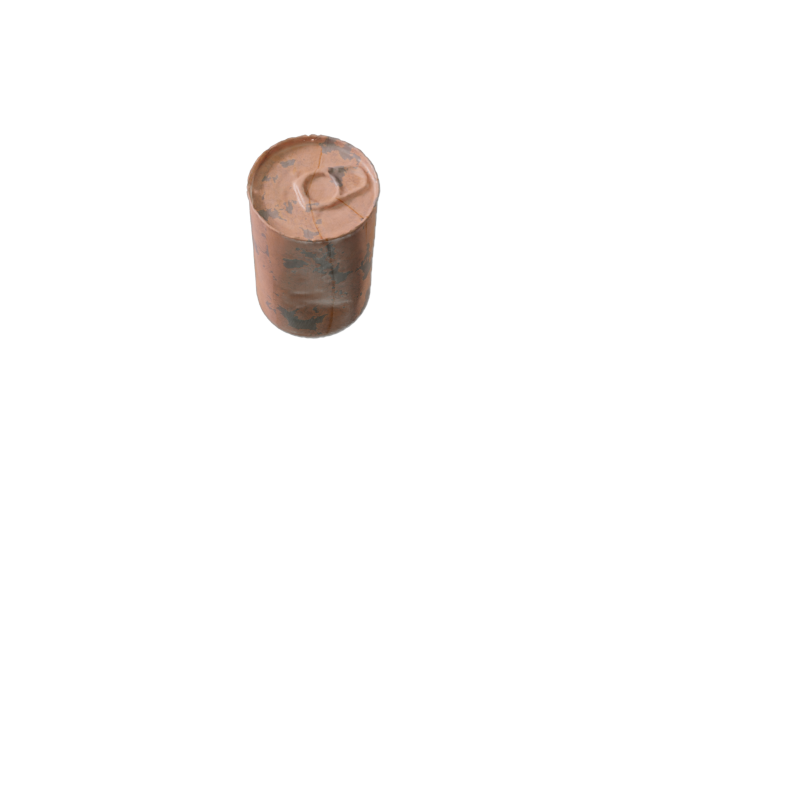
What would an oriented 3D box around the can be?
[{"bbox_3d":[-0.047,-0.086,0.605,0.068,0.073,0.096,0,-30,-3],"label":"can"}]
